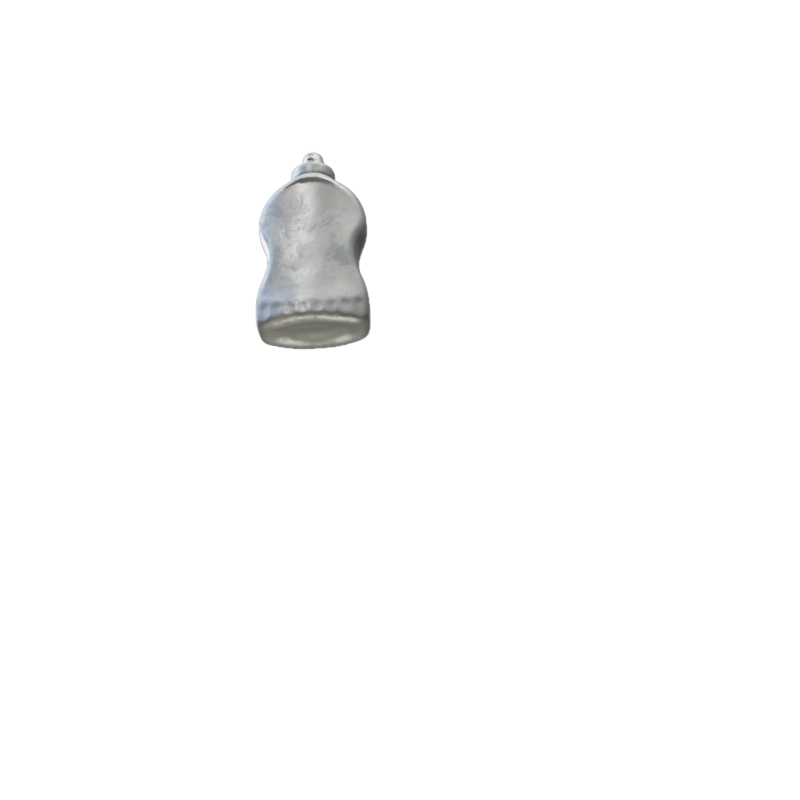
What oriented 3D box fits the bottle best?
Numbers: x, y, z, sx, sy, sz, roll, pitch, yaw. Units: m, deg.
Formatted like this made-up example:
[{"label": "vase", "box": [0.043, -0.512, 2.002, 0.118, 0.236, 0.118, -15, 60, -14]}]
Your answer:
[{"label": "bottle", "box": [-0.077, -0.140, 0.980, 0.097, 0.205, 0.054, -5, -33, 5]}]
